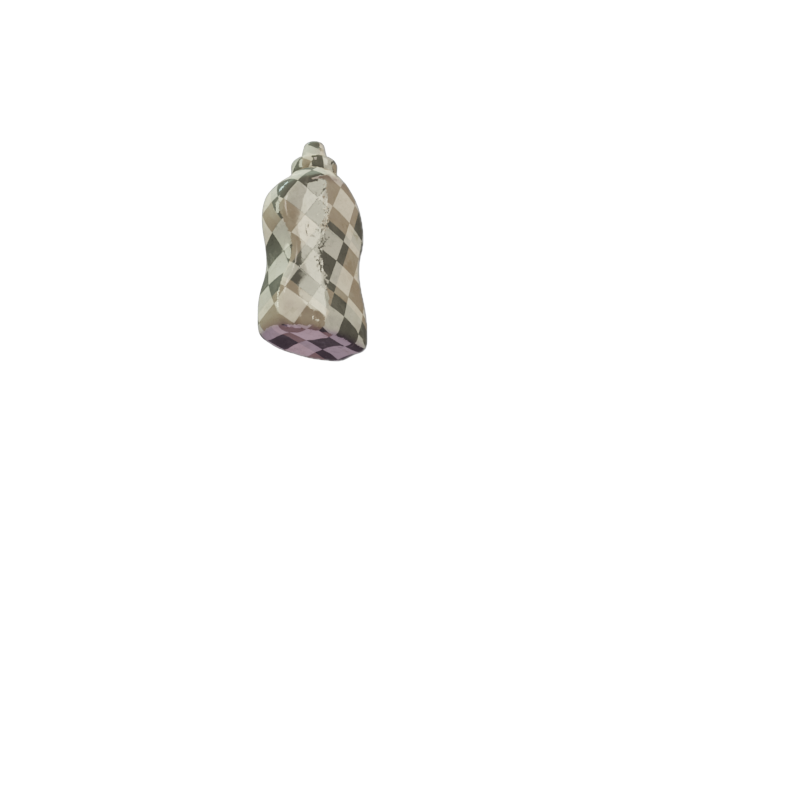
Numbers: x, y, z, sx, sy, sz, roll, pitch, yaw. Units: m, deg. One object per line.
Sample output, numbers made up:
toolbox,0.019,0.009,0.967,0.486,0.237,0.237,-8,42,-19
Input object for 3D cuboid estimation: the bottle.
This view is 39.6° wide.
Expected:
bottle,-0.074,-0.135,0.944,0.091,0.203,0.058,17,-32,-35
